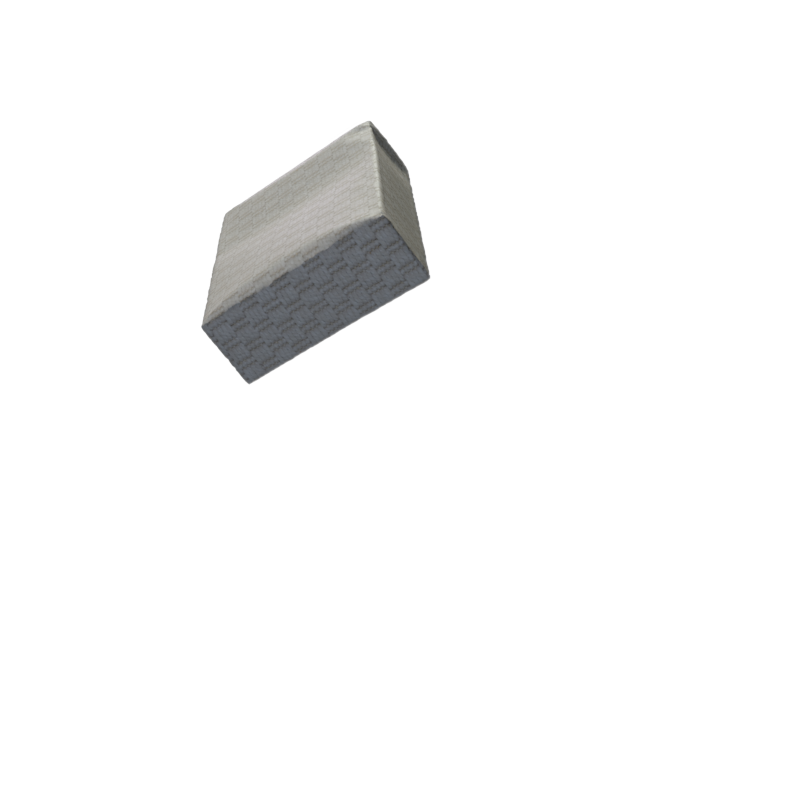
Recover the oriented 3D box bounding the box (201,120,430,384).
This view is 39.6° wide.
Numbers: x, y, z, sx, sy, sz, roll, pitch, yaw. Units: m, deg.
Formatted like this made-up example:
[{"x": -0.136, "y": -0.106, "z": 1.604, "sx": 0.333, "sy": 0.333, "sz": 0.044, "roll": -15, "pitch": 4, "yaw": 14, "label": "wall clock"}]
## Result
[{"x": -0.070, "y": -0.128, "z": 0.899, "sx": 0.164, "sy": 0.068, "sz": 0.227, "roll": -30, "pitch": 28, "yaw": 14, "label": "box"}]
